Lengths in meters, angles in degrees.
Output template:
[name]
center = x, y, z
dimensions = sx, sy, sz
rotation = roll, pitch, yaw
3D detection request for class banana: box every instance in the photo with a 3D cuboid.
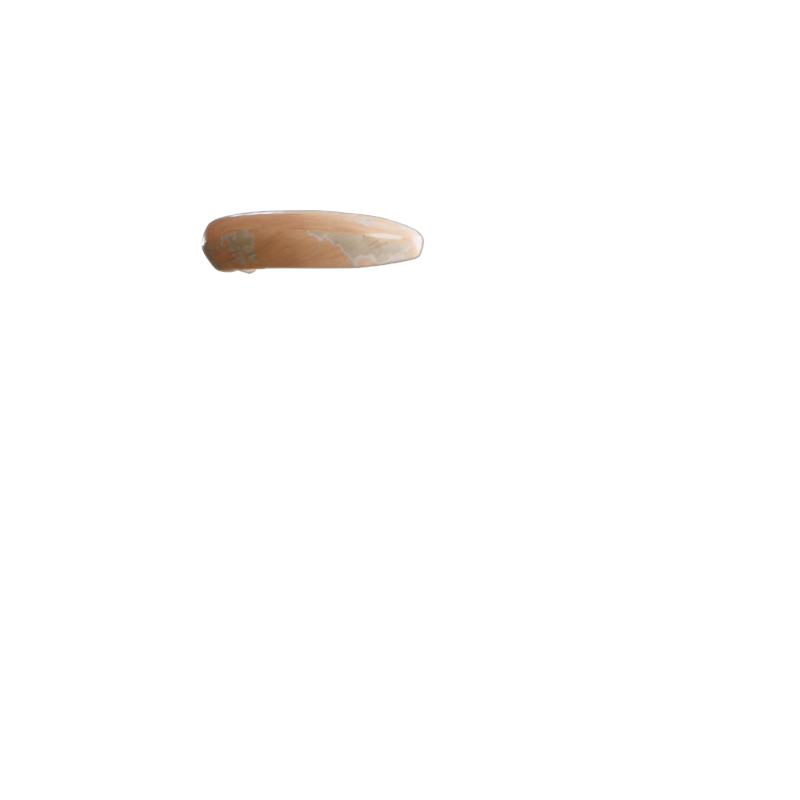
[banana]
center = -0.071, -0.099, 0.689
dimensions = 0.067, 0.037, 0.205
rotation = -3, 6, -37
